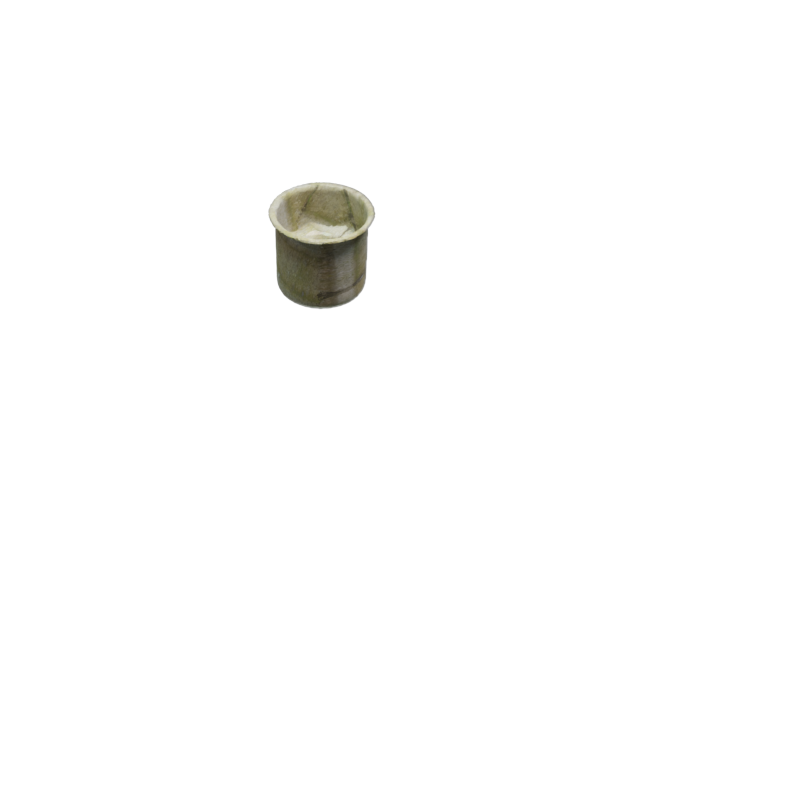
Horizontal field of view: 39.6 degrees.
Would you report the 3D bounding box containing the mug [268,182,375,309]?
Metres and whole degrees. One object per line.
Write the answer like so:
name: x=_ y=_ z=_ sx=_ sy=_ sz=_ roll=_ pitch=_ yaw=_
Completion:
mug: x=-0.078 y=-0.143 z=0.999 sx=0.093 sy=0.076 sz=0.126 roll=-27 pitch=48 yaw=-30
